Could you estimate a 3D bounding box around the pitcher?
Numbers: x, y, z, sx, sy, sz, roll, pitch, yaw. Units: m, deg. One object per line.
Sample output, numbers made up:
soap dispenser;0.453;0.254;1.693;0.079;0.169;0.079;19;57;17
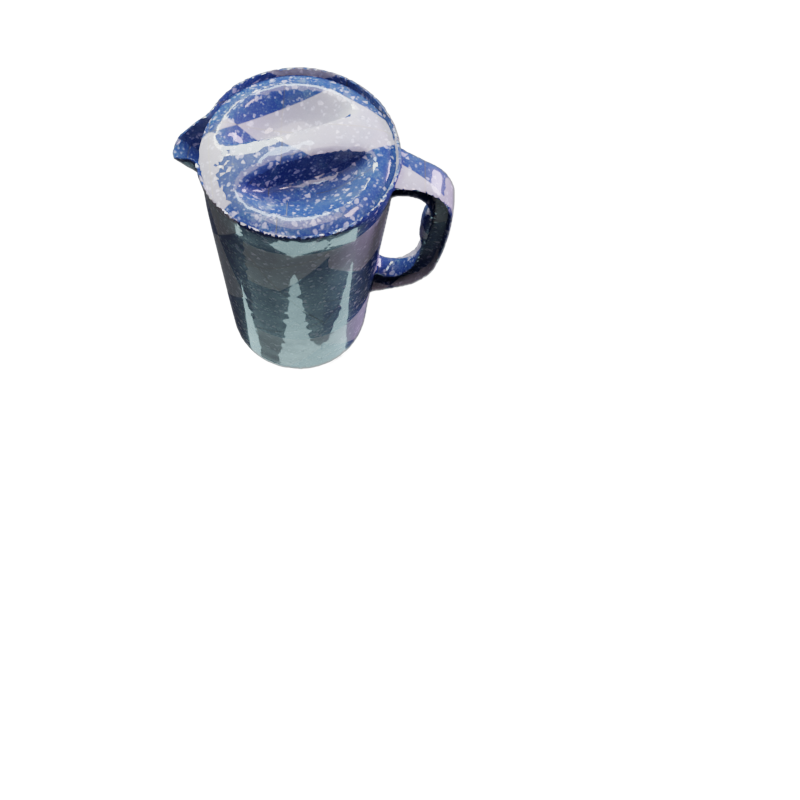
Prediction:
pitcher;-0.063;-0.115;0.807;0.145;0.157;0.230;-34;-19;-17
